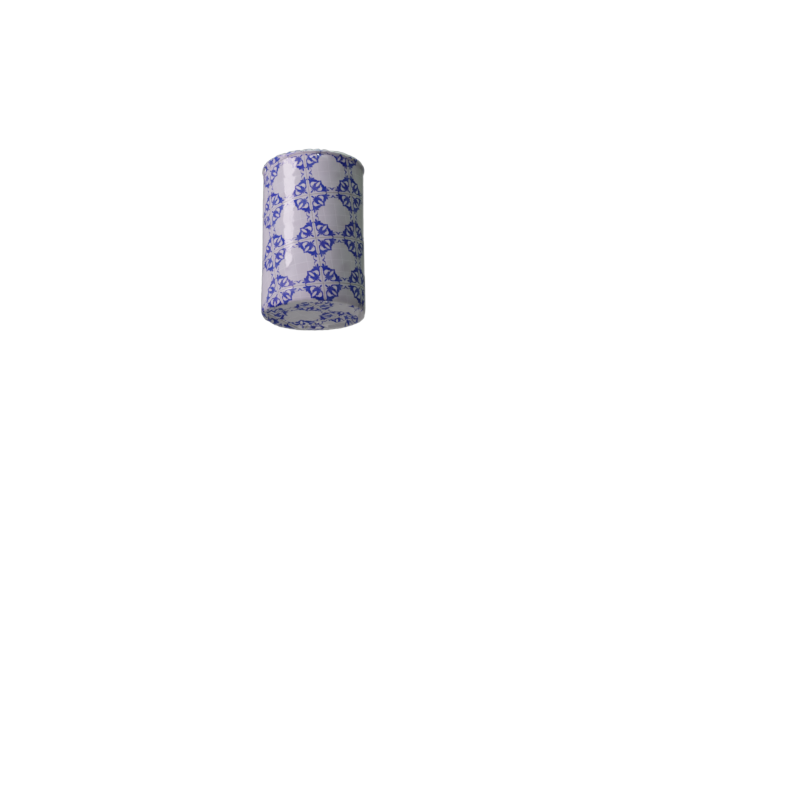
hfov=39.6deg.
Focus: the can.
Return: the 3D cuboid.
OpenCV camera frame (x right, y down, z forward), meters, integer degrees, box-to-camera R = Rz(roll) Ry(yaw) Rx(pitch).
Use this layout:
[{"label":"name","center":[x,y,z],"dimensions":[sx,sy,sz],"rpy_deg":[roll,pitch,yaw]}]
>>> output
[{"label":"can","center":[-0.056,-0.103,0.720],"dimensions":[0.068,0.107,0.066],"rpy_deg":[0,-18,-2]}]
